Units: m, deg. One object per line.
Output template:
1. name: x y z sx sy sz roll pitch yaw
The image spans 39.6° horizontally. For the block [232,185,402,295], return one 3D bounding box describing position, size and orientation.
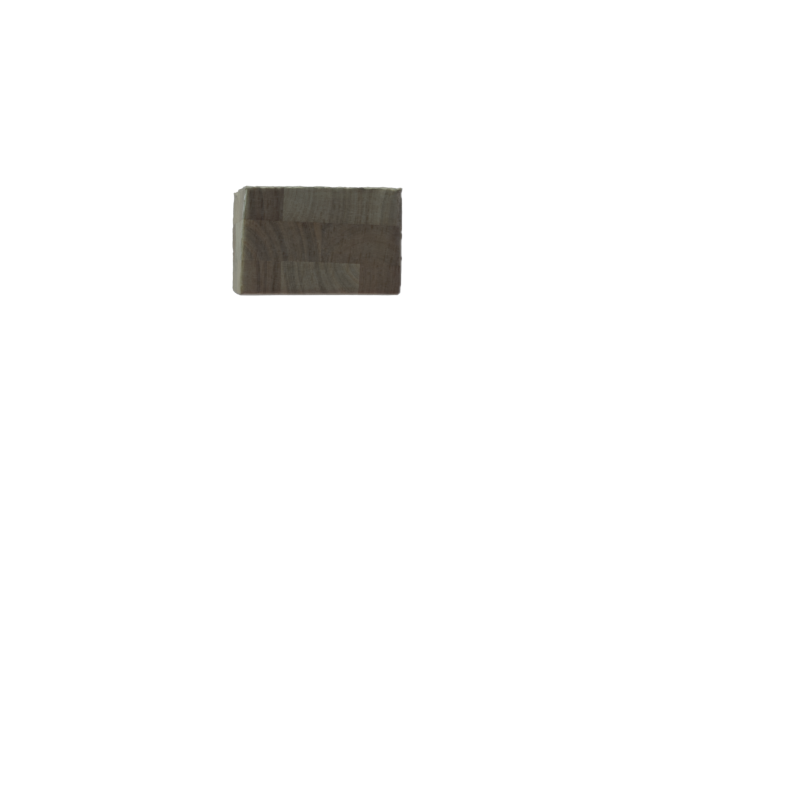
1. block: -0.042 -0.077 0.542 0.077 0.051 0.054 -1 4 -12
